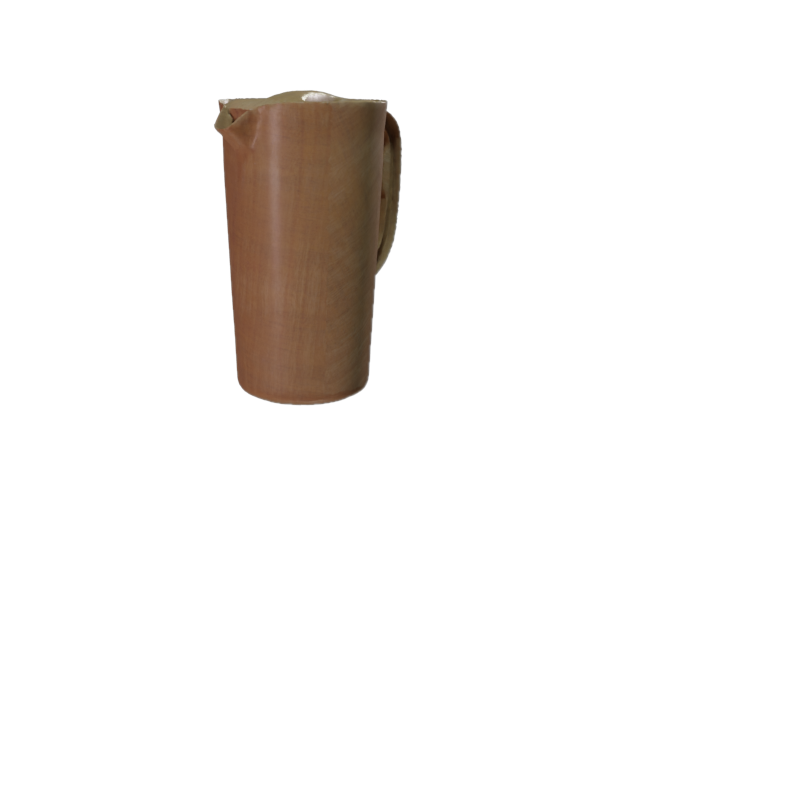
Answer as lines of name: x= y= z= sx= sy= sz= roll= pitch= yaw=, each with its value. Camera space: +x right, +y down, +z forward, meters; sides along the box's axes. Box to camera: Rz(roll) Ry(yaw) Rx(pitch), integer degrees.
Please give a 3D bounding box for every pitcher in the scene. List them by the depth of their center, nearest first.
pitcher: x=-0.070 y=-0.128 z=0.898 sx=0.149 sy=0.237 sz=0.149 roll=0 pitch=12 yaw=-2
